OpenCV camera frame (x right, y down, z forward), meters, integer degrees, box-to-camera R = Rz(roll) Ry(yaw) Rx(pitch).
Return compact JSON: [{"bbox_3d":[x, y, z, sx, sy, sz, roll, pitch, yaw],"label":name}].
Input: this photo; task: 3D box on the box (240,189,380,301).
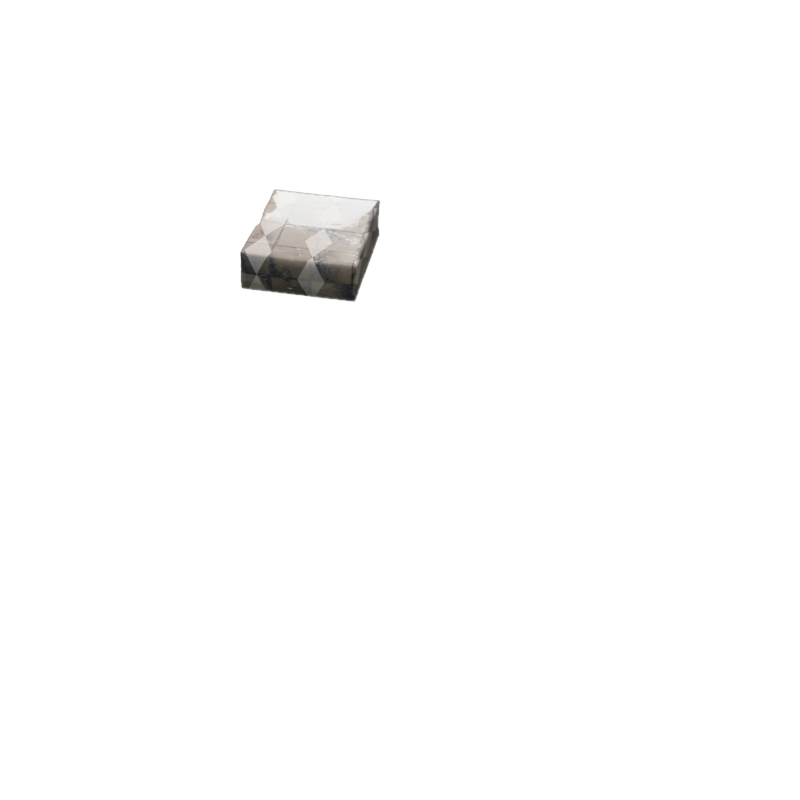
[{"bbox_3d":[-0.055,-0.101,0.709,0.074,0.028,0.094,7,36,8],"label":"box"}]
